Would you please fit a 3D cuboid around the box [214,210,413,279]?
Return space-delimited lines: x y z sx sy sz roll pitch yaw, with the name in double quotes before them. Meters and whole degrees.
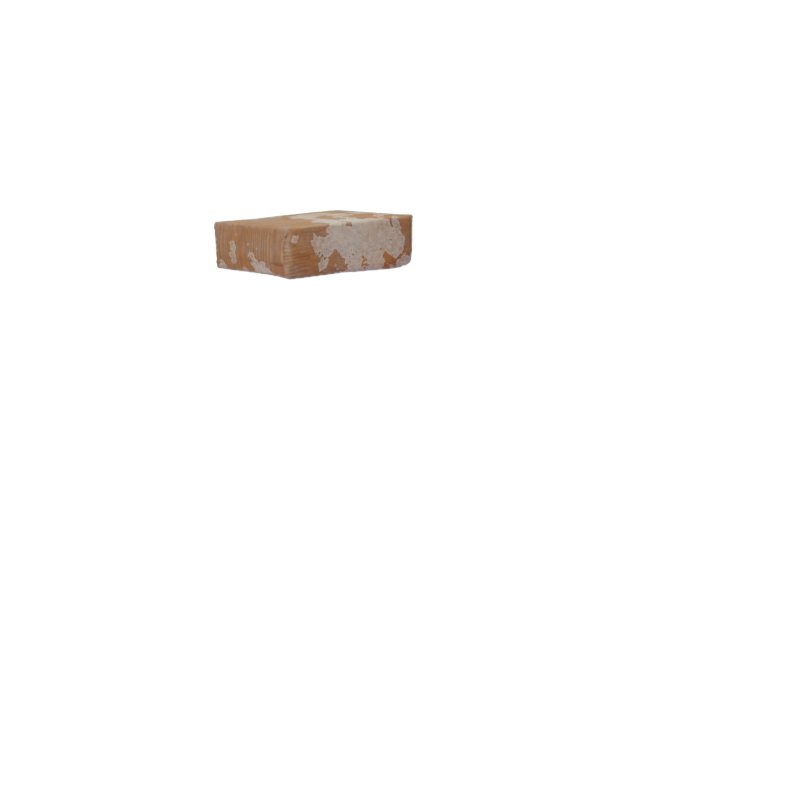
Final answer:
"box" -0.061 -0.112 0.782 0.110 0.038 0.094 -10 16 -38
